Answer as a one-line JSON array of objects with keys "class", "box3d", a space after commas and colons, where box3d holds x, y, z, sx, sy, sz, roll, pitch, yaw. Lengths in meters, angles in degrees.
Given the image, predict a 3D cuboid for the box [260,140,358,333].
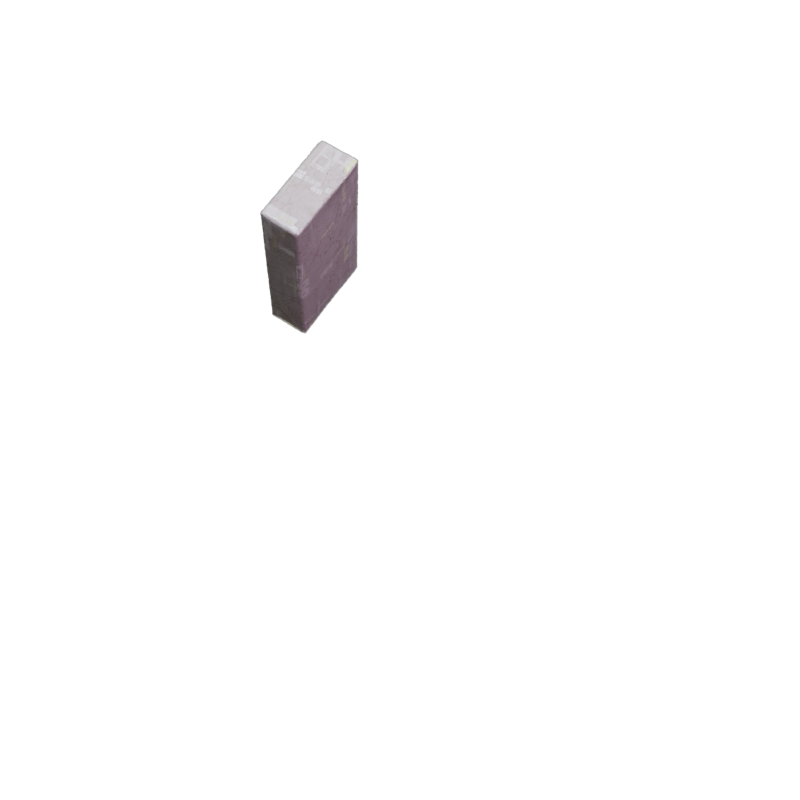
[{"class": "box", "box3d": [-0.077, -0.141, 0.988, 0.049, 0.096, 0.167, 31, -23, 10]}]
